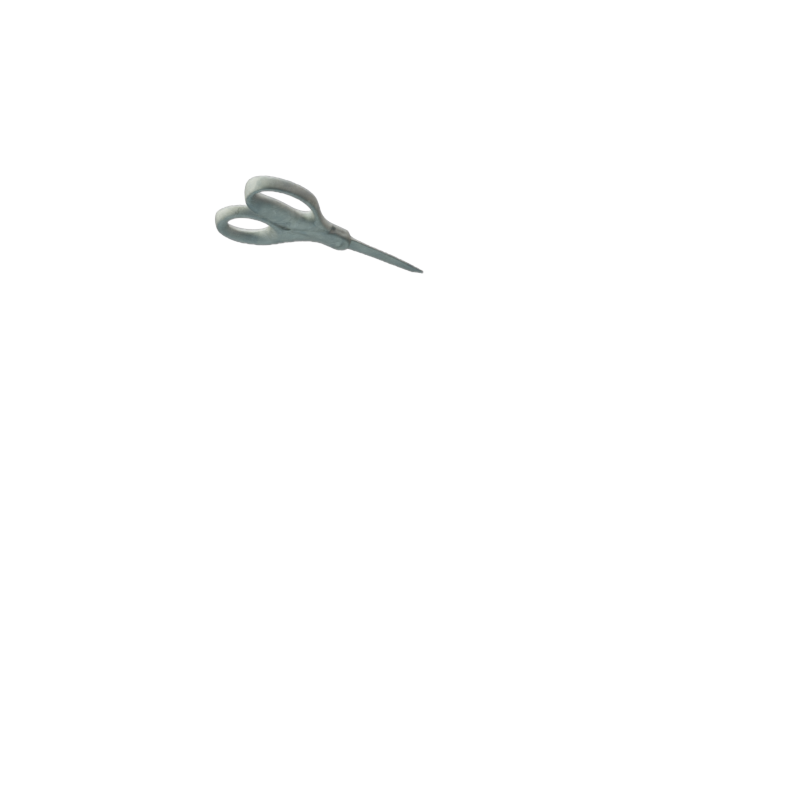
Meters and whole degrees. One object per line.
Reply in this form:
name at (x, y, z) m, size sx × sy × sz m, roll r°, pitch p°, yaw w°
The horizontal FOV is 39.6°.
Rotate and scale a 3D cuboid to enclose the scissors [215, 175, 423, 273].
scissors at (-0.072, -0.131, 0.918) m, size 0.098 × 0.017 × 0.188 m, roll -14°, pitch -26°, yaw 31°
